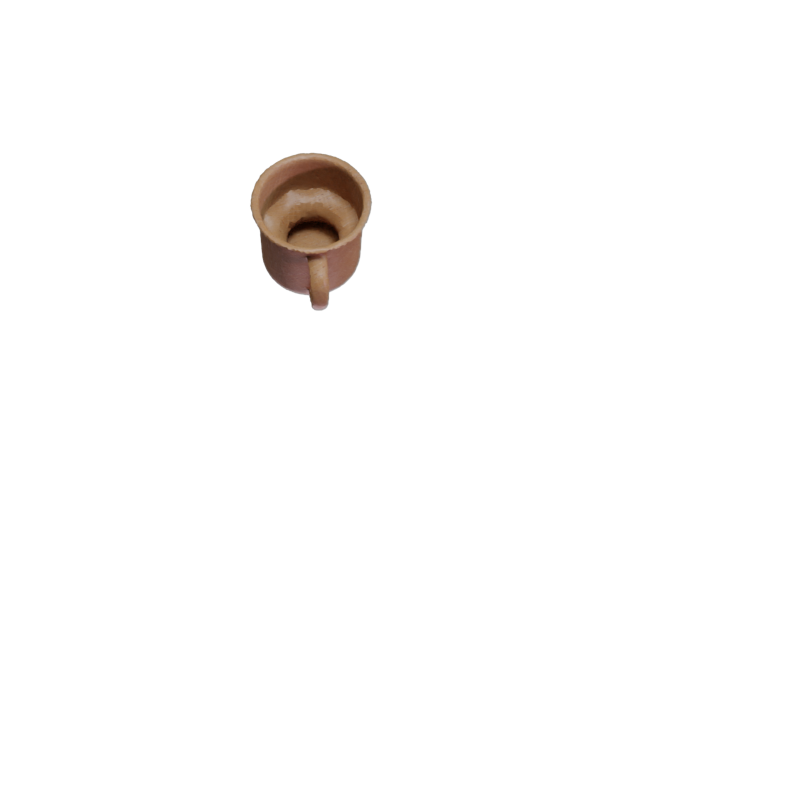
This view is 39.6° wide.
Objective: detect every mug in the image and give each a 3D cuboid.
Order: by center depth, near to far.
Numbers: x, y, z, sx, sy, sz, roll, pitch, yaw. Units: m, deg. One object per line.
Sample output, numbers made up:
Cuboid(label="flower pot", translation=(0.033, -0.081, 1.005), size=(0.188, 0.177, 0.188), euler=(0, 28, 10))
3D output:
Cuboid(label="mug", translation=(-0.069, -0.125, 0.877), size=(0.093, 0.125, 0.077), euler=(-8, -28, -6))
